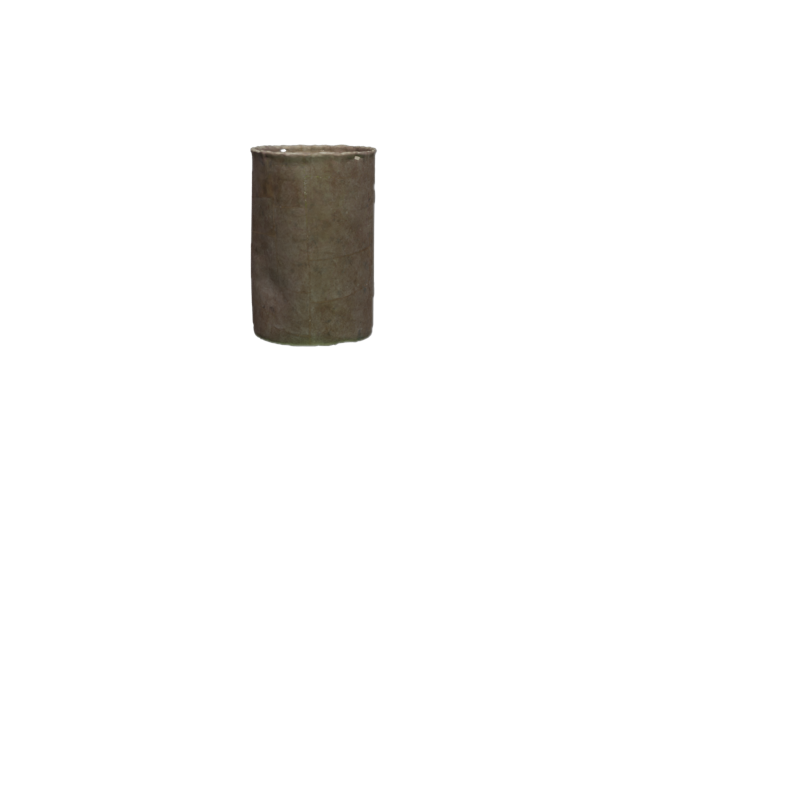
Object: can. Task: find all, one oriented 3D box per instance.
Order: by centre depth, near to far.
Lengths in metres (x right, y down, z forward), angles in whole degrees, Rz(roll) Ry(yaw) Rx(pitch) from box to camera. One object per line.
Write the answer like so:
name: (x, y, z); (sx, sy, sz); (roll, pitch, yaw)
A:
can: (-0.047, -0.086, 0.601); (0.068, 0.100, 0.070); (0, 11, -2)
